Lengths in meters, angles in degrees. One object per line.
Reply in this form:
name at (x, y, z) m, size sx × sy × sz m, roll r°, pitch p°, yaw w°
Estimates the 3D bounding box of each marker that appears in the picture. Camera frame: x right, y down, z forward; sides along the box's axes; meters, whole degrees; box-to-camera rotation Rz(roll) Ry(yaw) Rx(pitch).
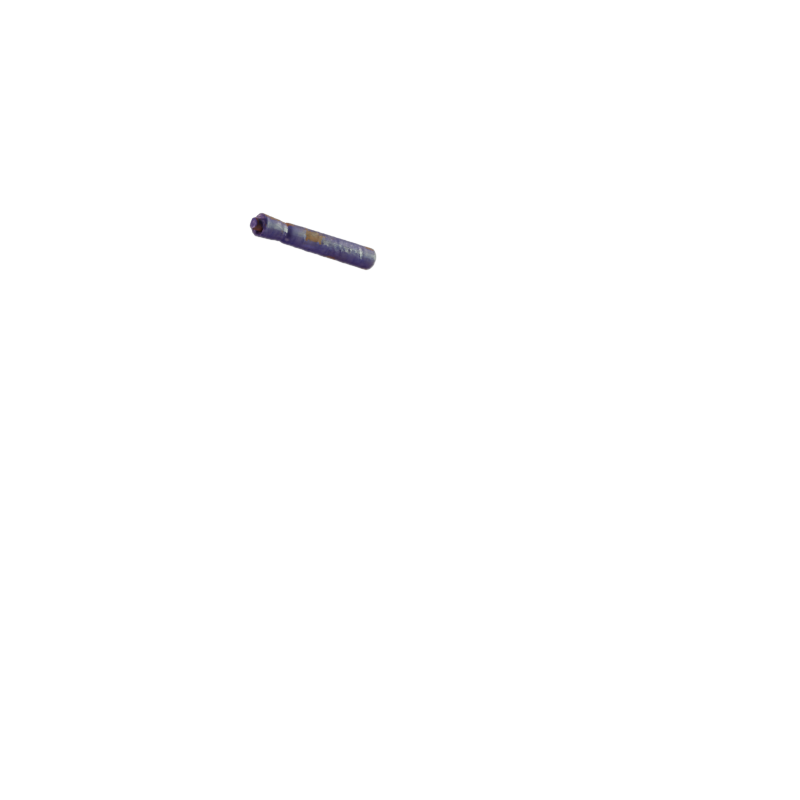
marker at (-0.069, -0.126, 0.879) m, size 0.114 × 0.020 × 0.021 m, roll 12°, pitch -5°, yaw -40°
